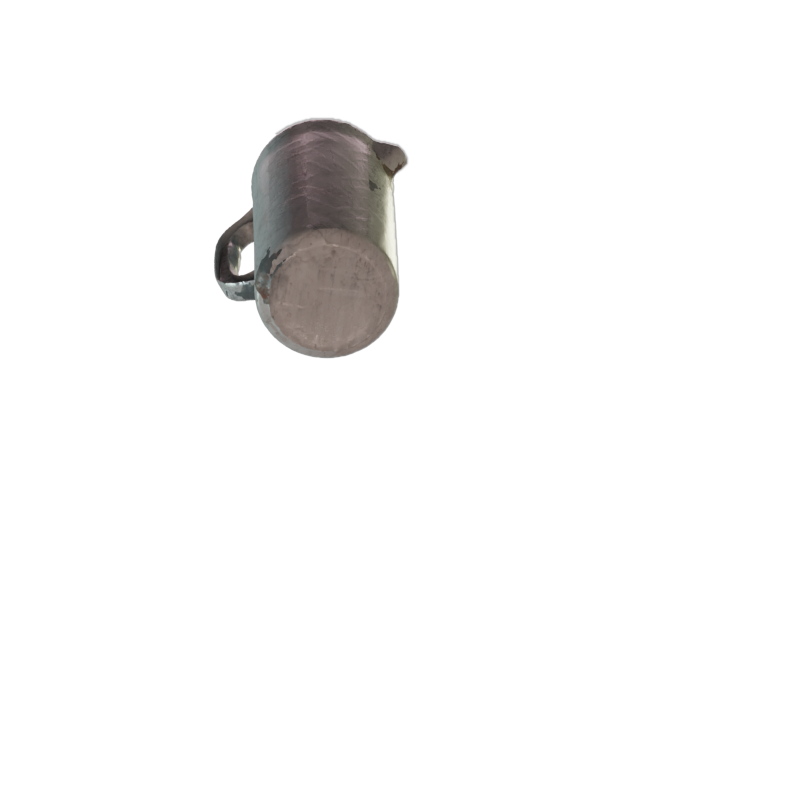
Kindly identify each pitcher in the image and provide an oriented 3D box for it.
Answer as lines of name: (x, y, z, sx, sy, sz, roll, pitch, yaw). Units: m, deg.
pitcher: (-0.072, -0.132, 0.924, 0.142, 0.144, 0.257, 16, 26, -12)
